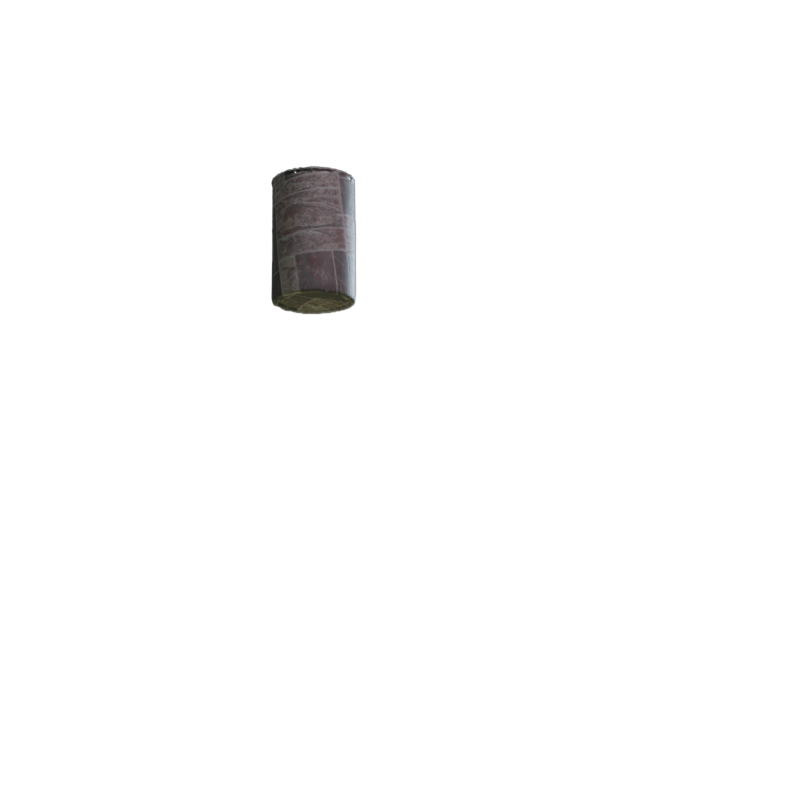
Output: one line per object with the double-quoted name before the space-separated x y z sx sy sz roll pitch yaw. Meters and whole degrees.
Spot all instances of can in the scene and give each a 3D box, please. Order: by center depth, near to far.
"can" -0.069 -0.125 0.878 0.068 0.106 0.066 0 -16 -2
